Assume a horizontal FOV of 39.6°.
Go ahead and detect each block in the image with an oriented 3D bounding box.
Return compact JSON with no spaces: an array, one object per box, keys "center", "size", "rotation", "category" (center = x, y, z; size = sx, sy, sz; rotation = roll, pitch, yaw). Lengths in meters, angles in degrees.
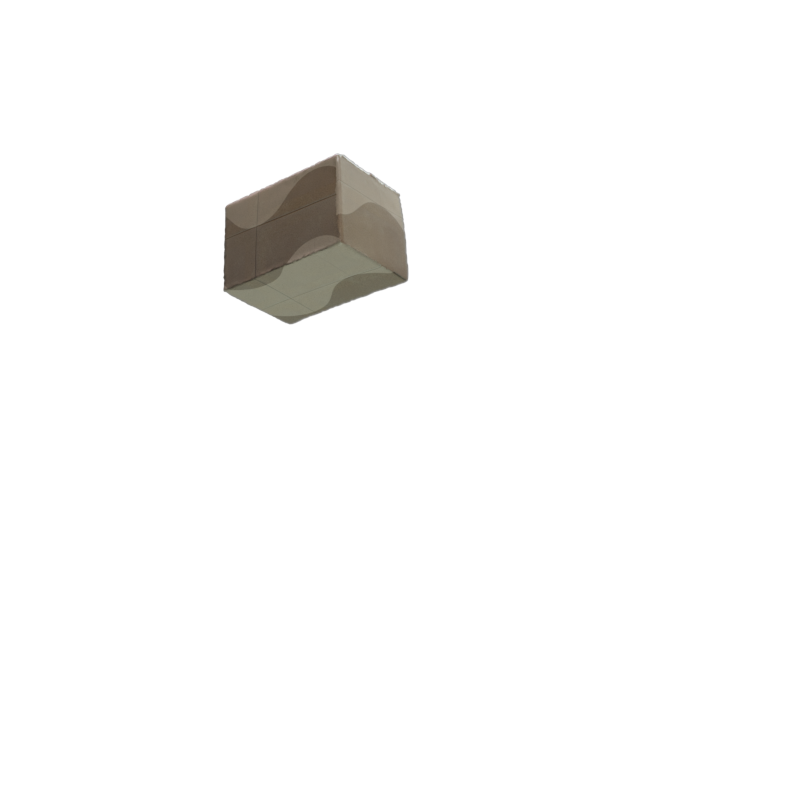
[{"center":[-0.043,-0.078,0.549],"size":[0.079,0.054,0.049],"rotation":[-18,-30,33],"category":"block"}]
